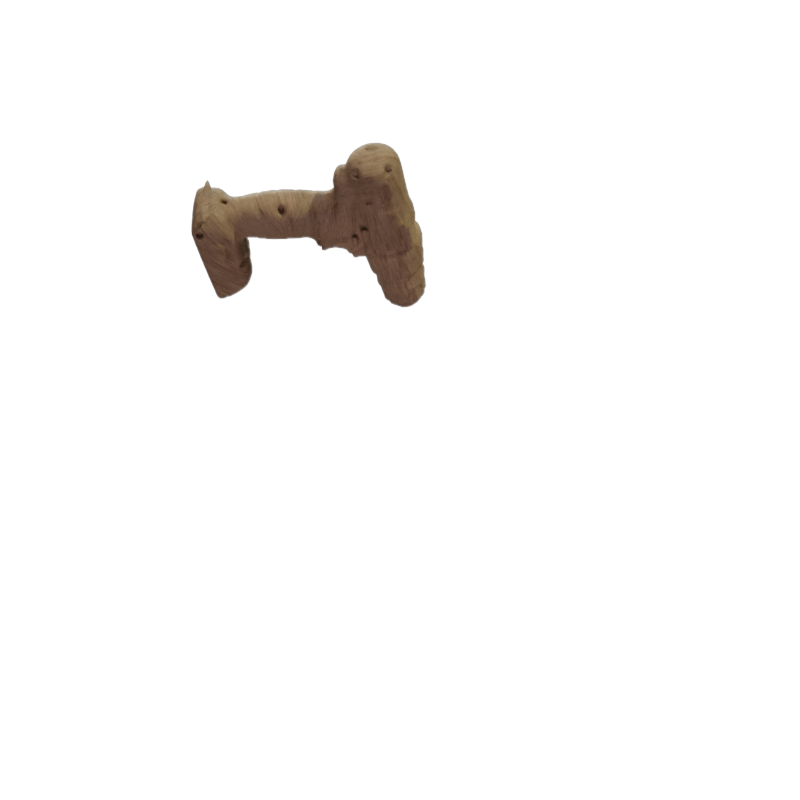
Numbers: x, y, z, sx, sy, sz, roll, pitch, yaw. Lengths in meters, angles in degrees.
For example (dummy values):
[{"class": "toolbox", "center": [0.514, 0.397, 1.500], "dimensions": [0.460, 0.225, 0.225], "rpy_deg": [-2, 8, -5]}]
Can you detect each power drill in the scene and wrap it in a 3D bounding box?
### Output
[{"class": "power drill", "center": [-0.075, -0.137, 0.962], "dimensions": [0.189, 0.062, 0.170], "rpy_deg": [-7, -41, 8]}]
